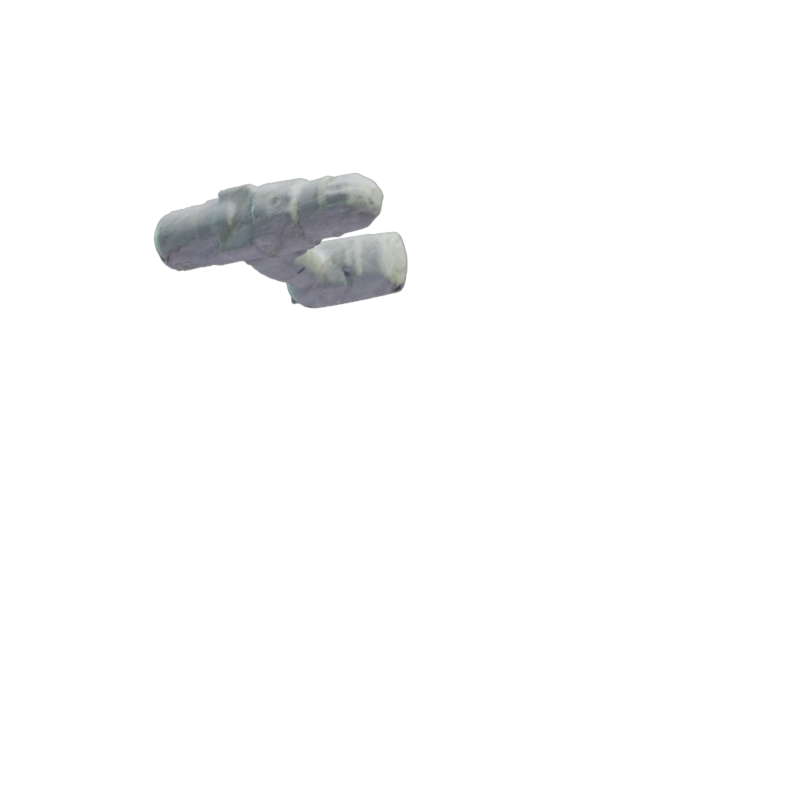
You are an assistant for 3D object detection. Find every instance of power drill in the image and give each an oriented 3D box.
[{"bbox_3d":[-0.067,-0.122,0.854,0.189,0.059,0.177,-5,-12,28],"label":"power drill"}]
